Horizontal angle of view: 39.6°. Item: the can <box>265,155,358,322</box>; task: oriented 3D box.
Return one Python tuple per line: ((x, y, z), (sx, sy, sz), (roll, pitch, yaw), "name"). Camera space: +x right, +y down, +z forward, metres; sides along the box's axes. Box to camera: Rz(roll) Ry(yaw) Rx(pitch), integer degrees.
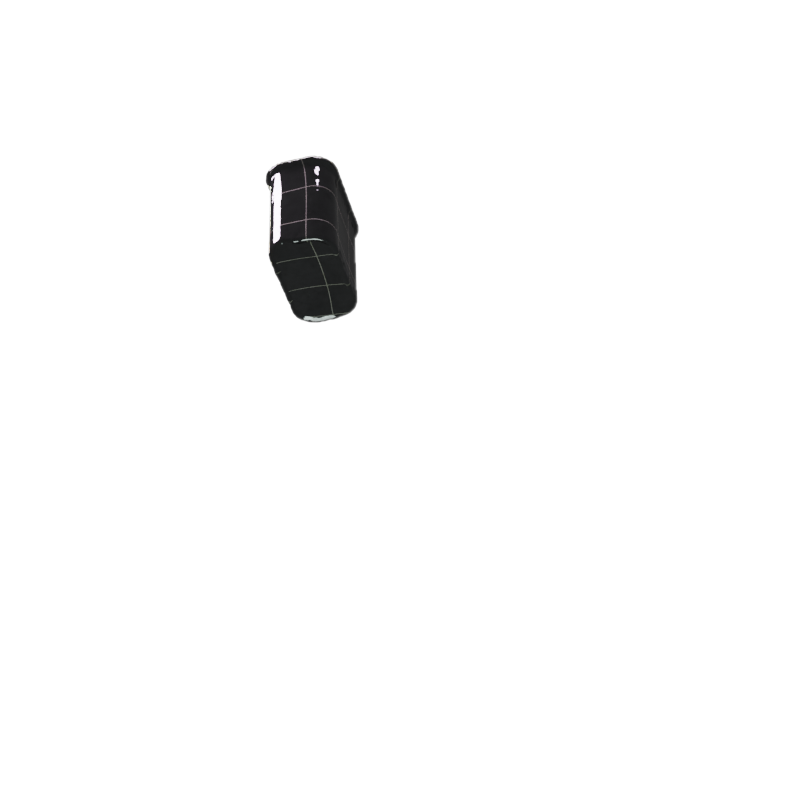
((-0.067, -0.122, 0.857), (0.058, 0.090, 0.094), (-10, -40, 9), "can")
